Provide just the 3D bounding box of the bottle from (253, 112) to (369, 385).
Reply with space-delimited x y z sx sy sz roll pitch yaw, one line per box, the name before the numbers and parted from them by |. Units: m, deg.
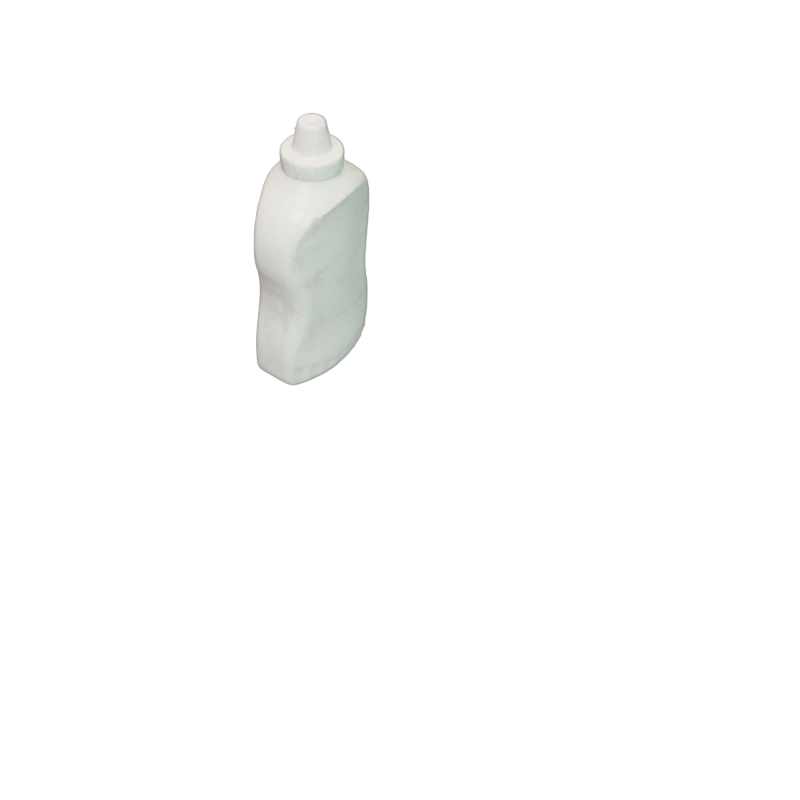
bottle | -0.058 -0.106 0.740 0.062 0.179 0.098 28 48 24
